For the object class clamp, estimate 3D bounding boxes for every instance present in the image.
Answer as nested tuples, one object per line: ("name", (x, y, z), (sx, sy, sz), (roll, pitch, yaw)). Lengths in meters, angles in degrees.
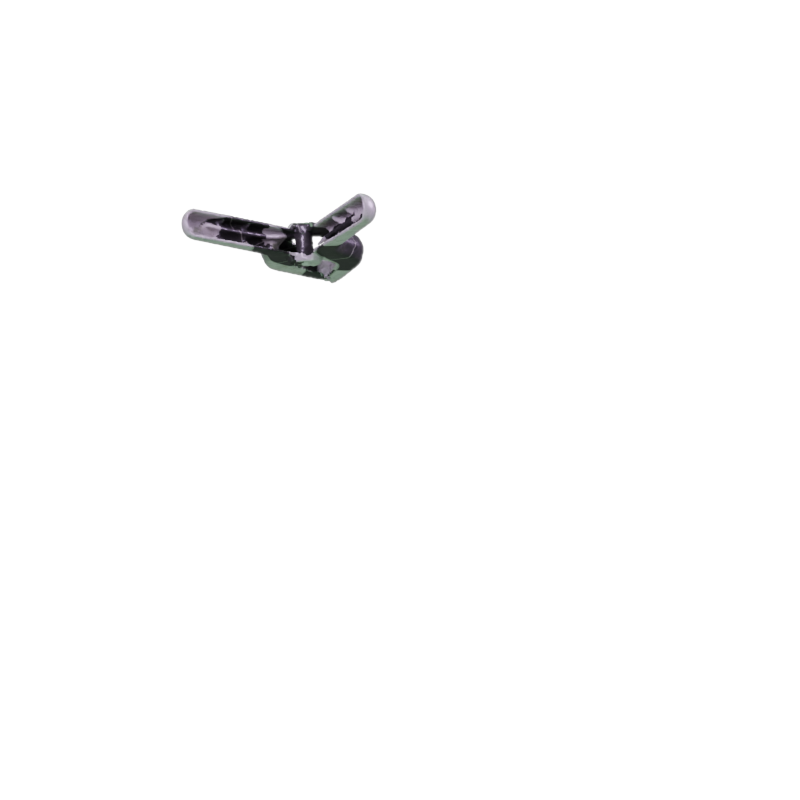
("clamp", (-0.078, -0.141, 0.991), (0.168, 0.037, 0.200), (-3, -8, 19))
